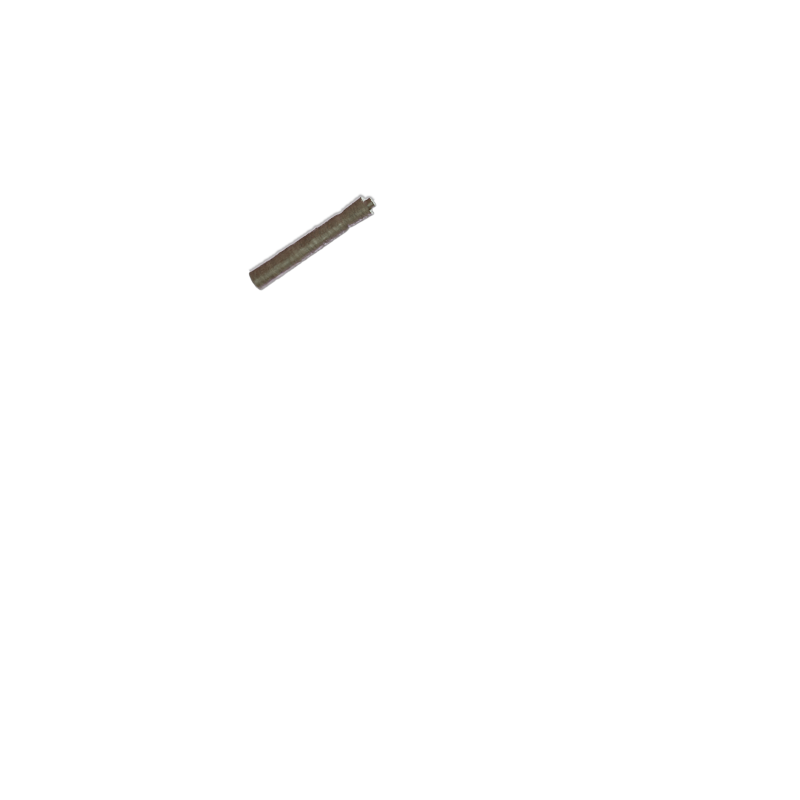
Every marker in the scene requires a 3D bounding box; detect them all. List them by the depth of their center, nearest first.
[{"bbox_3d":[-0.072,-0.131,0.916,0.120,0.020,0.019,-32,-3,12],"label":"marker"}]
